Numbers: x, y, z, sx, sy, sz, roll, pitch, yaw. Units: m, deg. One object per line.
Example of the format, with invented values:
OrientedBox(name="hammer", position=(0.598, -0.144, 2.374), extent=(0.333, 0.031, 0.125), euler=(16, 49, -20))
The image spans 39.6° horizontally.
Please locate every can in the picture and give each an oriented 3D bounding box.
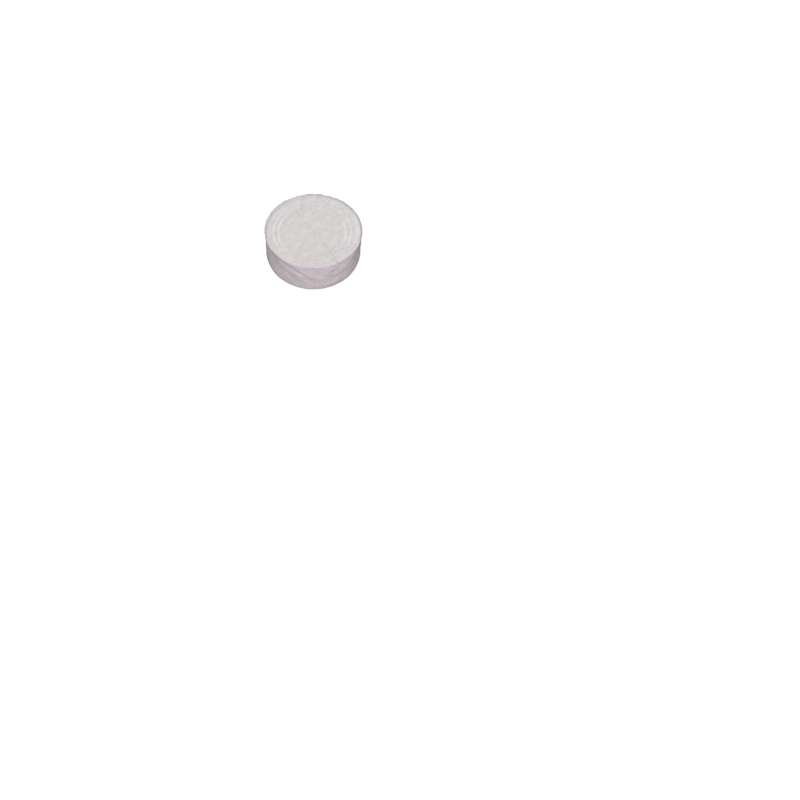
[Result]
OrientedBox(name="can", position=(-0.077, -0.140, 0.981), extent=(0.086, 0.092, 0.031), euler=(-1, -37, -1))
